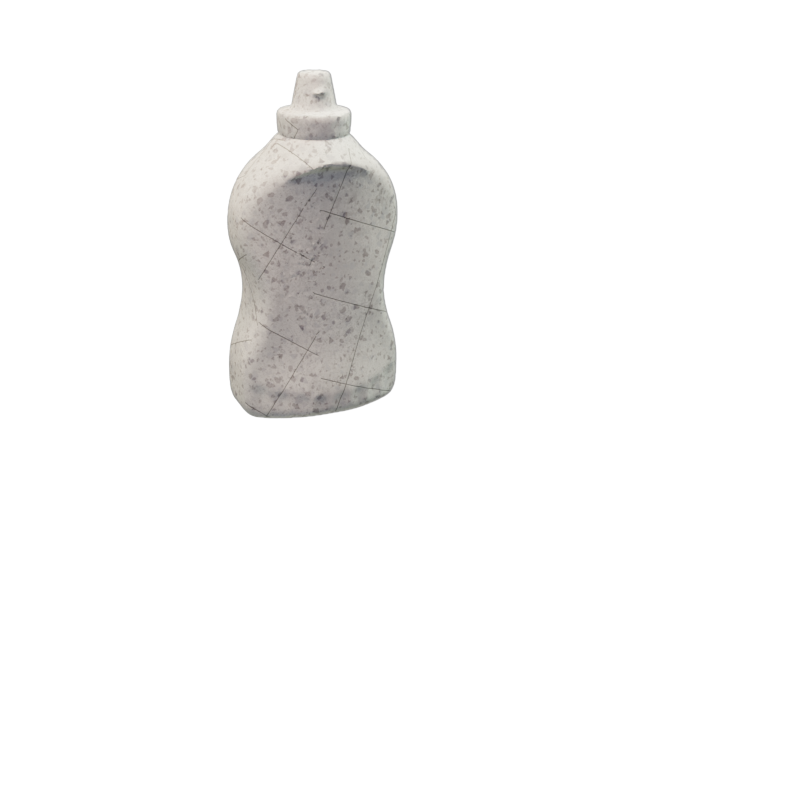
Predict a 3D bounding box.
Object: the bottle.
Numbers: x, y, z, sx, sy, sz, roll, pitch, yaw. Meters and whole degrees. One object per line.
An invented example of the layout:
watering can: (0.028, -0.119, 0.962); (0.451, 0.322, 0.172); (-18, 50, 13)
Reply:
bottle: (-0.049, -0.089, 0.623); (0.094, 0.184, 0.062); (-6, 19, -20)
